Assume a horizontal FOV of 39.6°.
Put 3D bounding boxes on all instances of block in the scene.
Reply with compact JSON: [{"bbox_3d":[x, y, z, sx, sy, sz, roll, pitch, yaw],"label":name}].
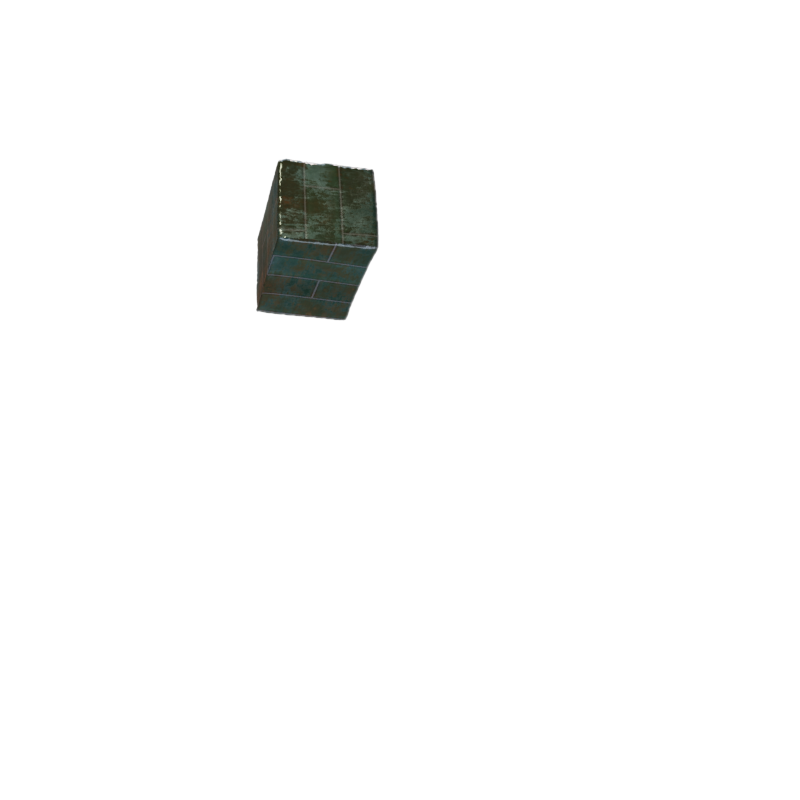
[{"bbox_3d":[-0.046,-0.085,0.592,0.052,0.054,0.075,6,-29,-13],"label":"block"}]
